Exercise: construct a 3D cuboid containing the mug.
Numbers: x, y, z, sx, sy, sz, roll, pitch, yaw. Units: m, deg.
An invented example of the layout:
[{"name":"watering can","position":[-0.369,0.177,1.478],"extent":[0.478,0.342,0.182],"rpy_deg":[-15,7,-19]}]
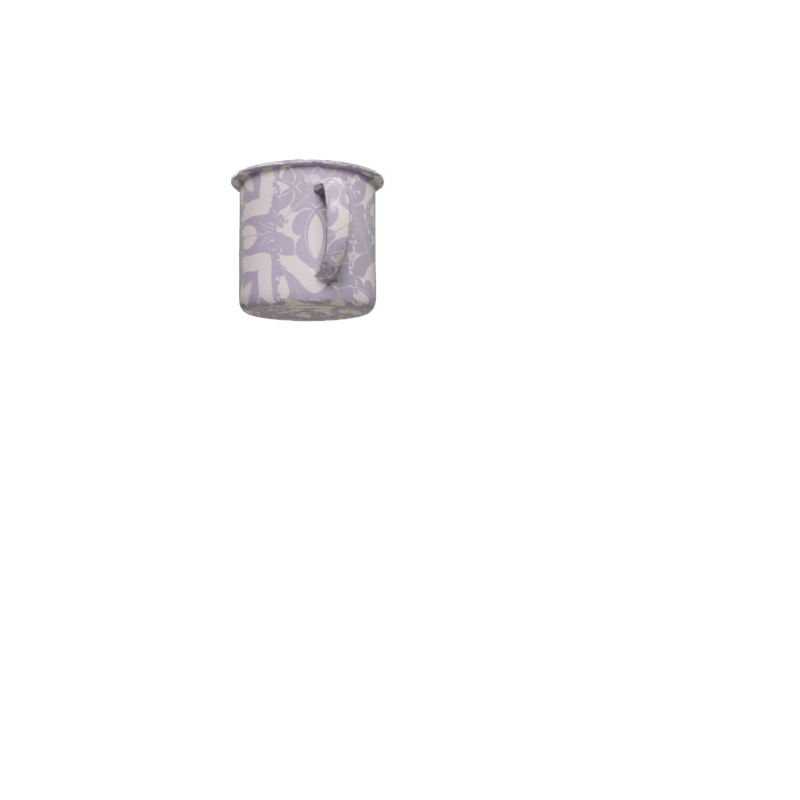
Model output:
[{"name":"mug","position":[-0.051,-0.093,0.653],"extent":[0.091,0.084,0.117],"rpy_deg":[3,-8,-20]}]
